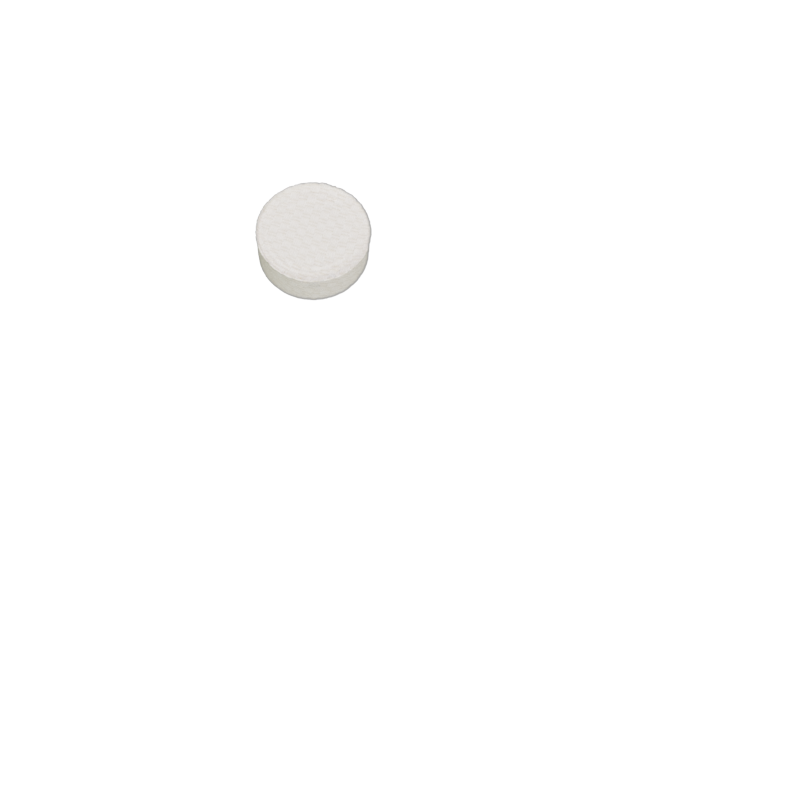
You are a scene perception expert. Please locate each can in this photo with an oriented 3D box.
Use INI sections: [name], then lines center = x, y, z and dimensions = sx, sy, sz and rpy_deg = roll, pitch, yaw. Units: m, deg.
[can]
center = -0.065, -0.119, 0.832
dimensions = 0.086, 0.091, 0.032
rpy_deg = -1, -28, -1
